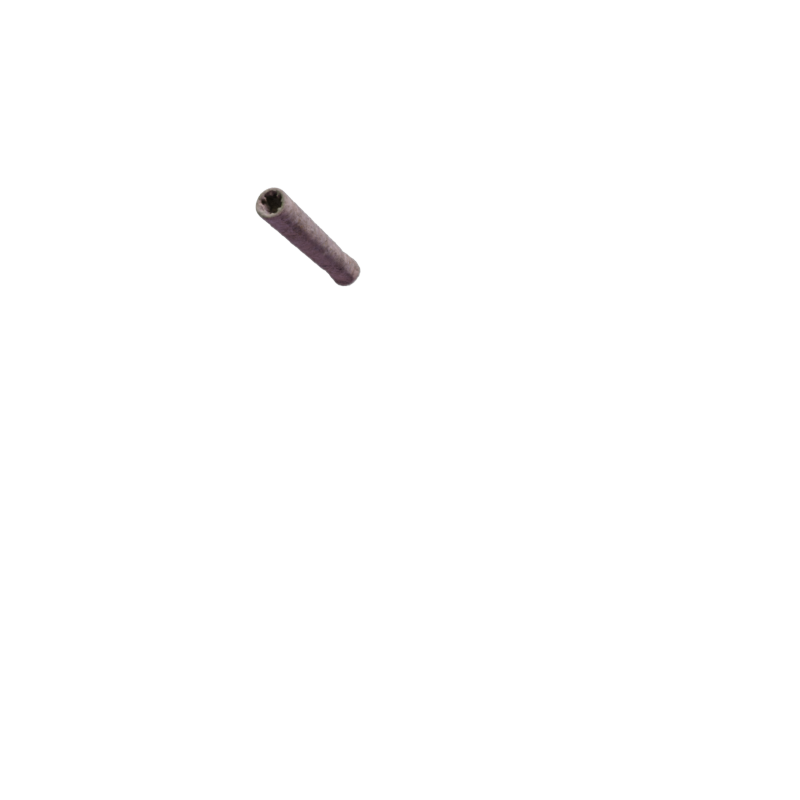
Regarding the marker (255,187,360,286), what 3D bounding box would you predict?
[{"bbox_3d":[-0.051,-0.093,0.651,0.020,0.020,0.113,2,-14,21],"label":"marker"}]
